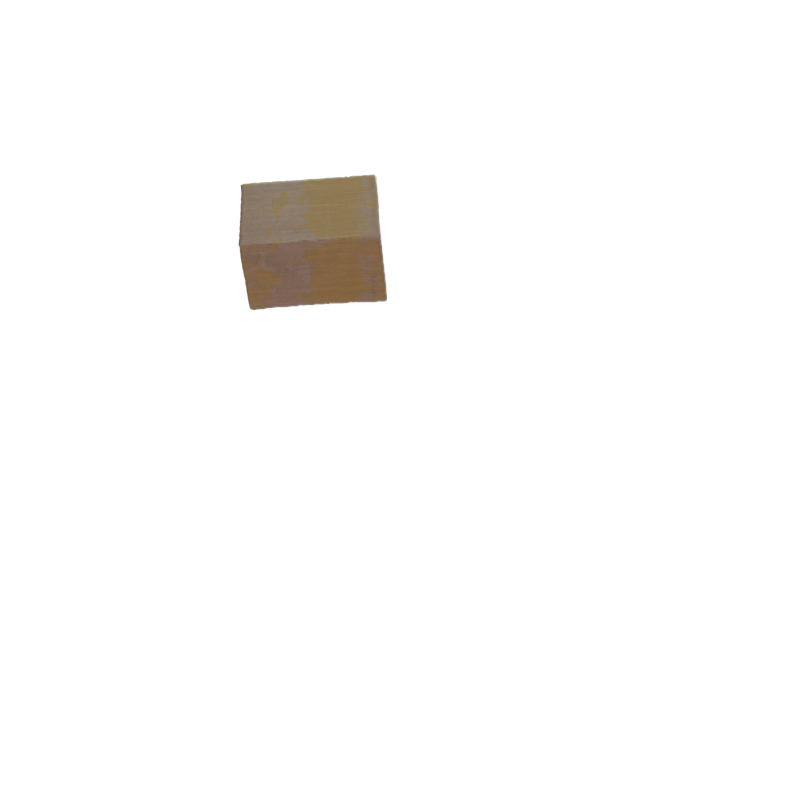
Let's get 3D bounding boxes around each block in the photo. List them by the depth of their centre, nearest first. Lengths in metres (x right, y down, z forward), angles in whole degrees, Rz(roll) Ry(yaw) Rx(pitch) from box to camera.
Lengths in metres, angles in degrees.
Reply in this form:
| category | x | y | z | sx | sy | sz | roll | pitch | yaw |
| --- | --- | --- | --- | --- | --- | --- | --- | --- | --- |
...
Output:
| category | x | y | z | sx | sy | sz | roll | pitch | yaw |
| --- | --- | --- | --- | --- | --- | --- | --- | --- | --- |
| block | -0.048 | -0.088 | 0.614 | 0.078 | 0.055 | 0.049 | -3 | -42 | 2 |
